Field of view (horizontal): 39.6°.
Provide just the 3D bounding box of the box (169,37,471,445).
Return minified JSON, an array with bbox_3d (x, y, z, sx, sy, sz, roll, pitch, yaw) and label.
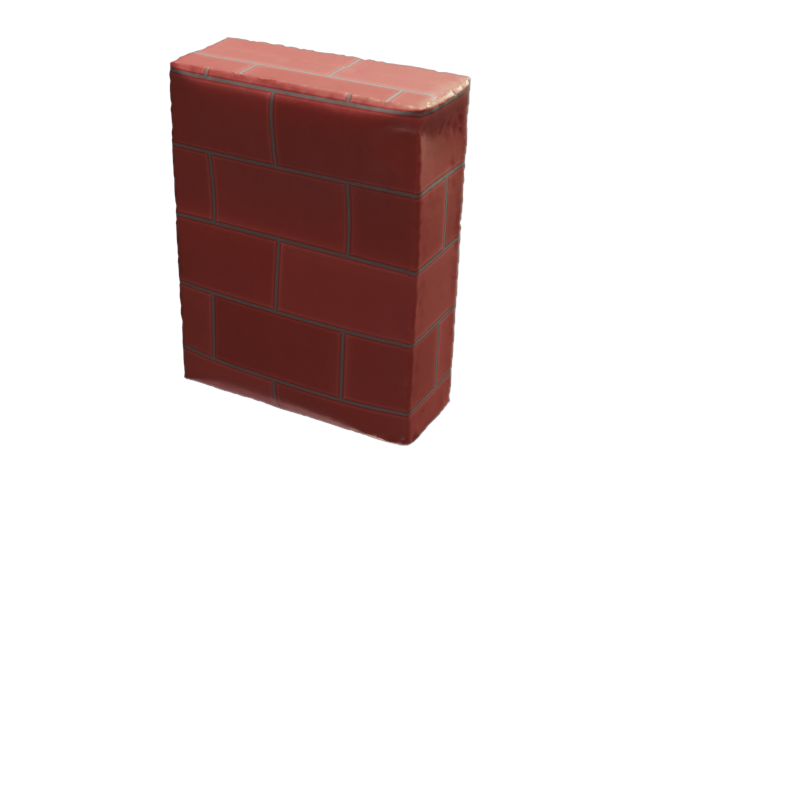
[{"bbox_3d":[-0.052,-0.094,0.660,0.171,0.202,0.073,17,31,25],"label":"box"}]
